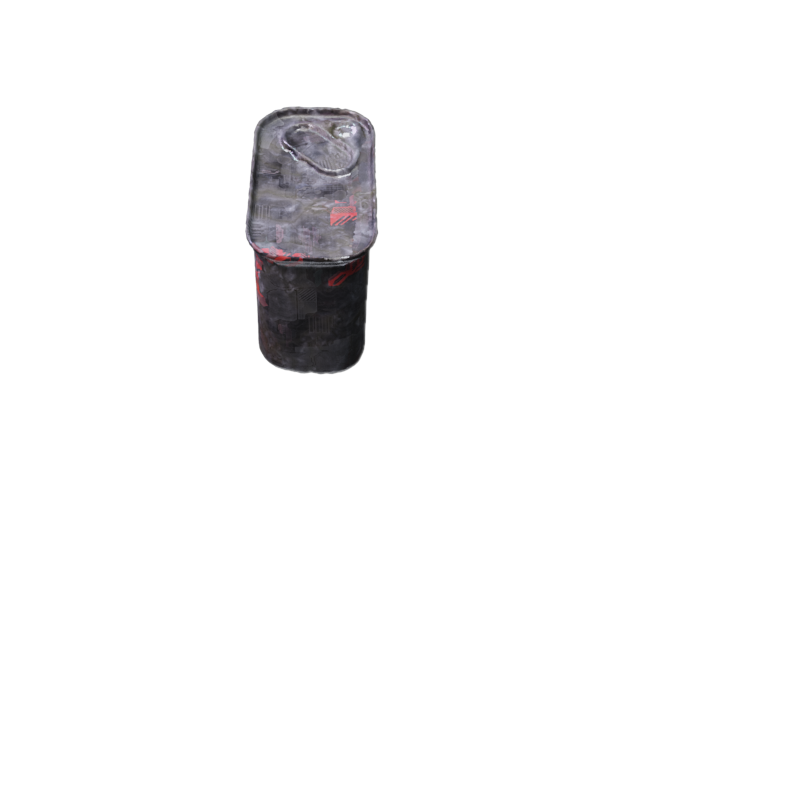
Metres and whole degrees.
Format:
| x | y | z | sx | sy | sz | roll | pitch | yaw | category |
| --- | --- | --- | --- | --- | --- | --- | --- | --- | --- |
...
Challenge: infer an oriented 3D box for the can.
| x | y | z | sx | sy | sz | roll | pitch | yaw | category |
| --- | --- | --- | --- | --- | --- | --- | --- | --- | --- |
| -0.041 | -0.076 | 0.529 | 0.057 | 0.109 | 0.078 | 1 | -40 | -2 | can |
